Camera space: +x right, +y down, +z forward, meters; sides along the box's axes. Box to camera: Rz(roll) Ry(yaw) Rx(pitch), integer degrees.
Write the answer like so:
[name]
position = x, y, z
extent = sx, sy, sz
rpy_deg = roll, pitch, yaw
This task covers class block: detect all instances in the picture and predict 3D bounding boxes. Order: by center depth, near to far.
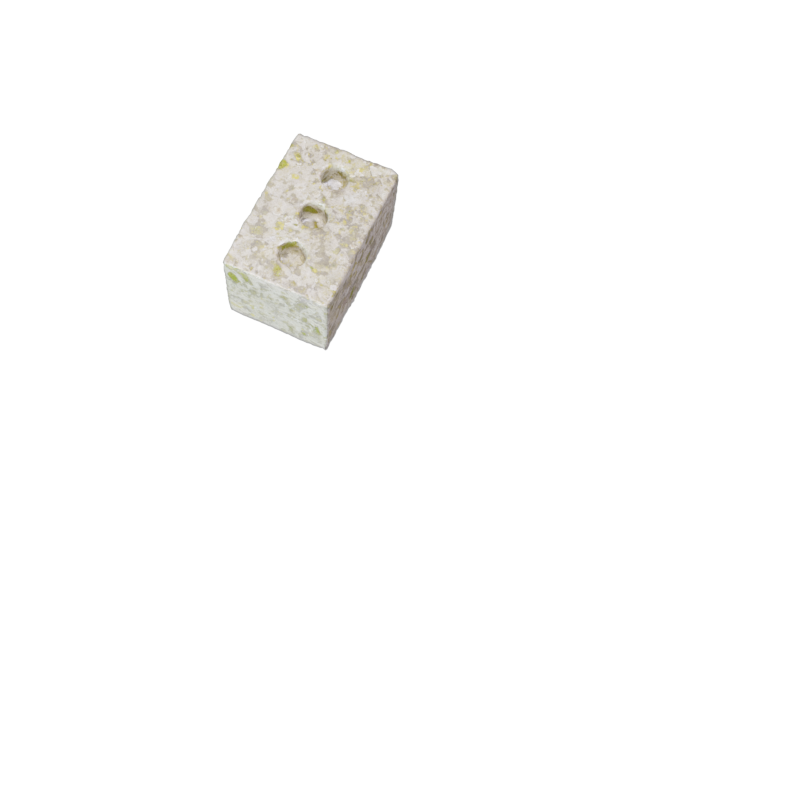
[block]
position = -0.040, -0.073, 0.513
extent = 0.054, 0.081, 0.048
rpy_deg = 22, -24, 8
